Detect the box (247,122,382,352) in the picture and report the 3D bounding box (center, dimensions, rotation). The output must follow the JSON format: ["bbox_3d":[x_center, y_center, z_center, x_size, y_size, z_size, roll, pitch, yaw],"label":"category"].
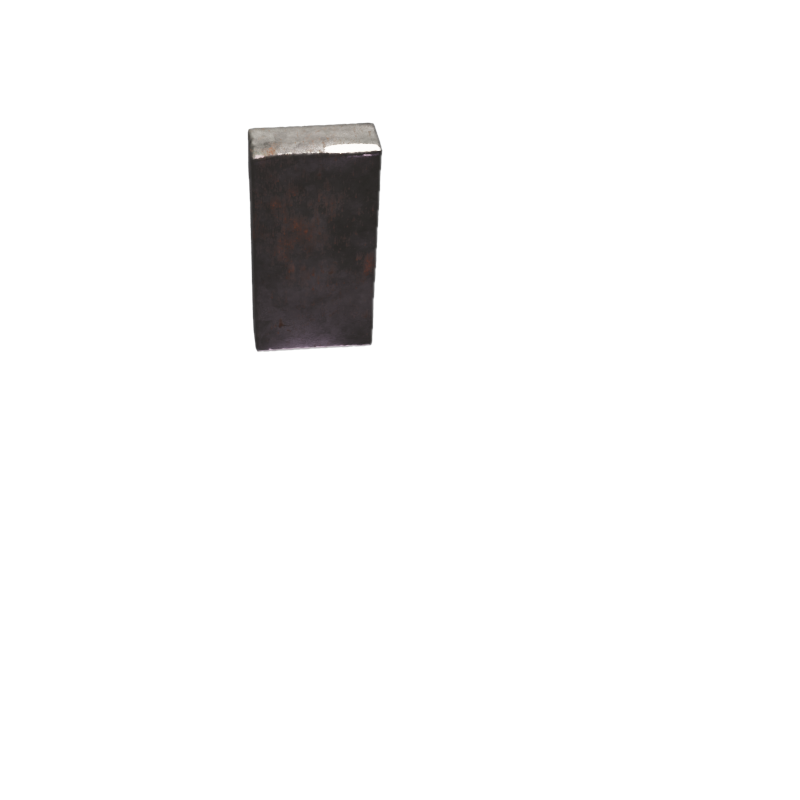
[{"bbox_3d":[-0.064,-0.116,0.816,0.093,0.164,0.052,-3,41,-7],"label":"box"}]
